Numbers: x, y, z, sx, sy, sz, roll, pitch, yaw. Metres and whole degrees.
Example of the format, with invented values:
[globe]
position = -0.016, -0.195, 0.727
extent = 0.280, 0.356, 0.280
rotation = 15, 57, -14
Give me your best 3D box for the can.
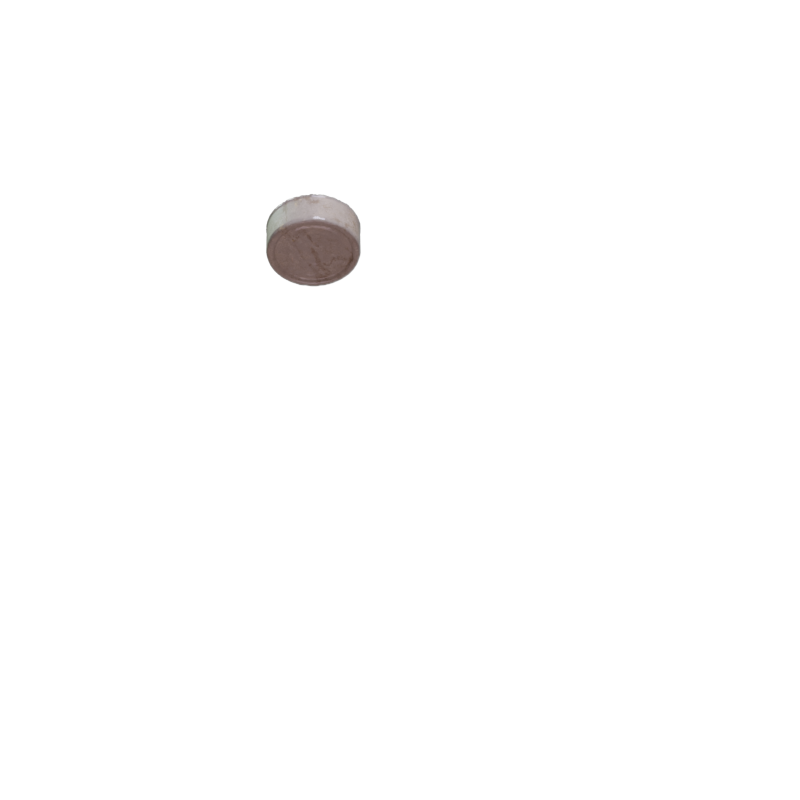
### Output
[can]
position = -0.078, -0.142, 0.995
extent = 0.086, 0.036, 0.080
rotation = 1, -42, -1
